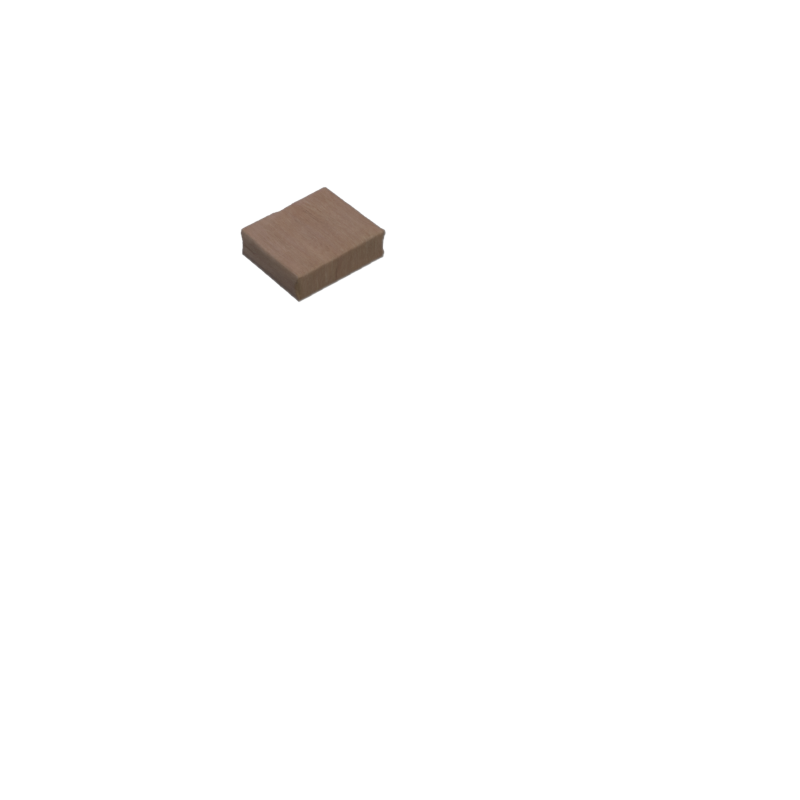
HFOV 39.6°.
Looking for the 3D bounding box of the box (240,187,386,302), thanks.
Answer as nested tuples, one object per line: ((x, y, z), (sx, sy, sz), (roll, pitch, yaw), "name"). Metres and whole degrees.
((-0.067, -0.123, 0.863), (0.089, 0.028, 0.078), (-31, 53, -28), "box")
